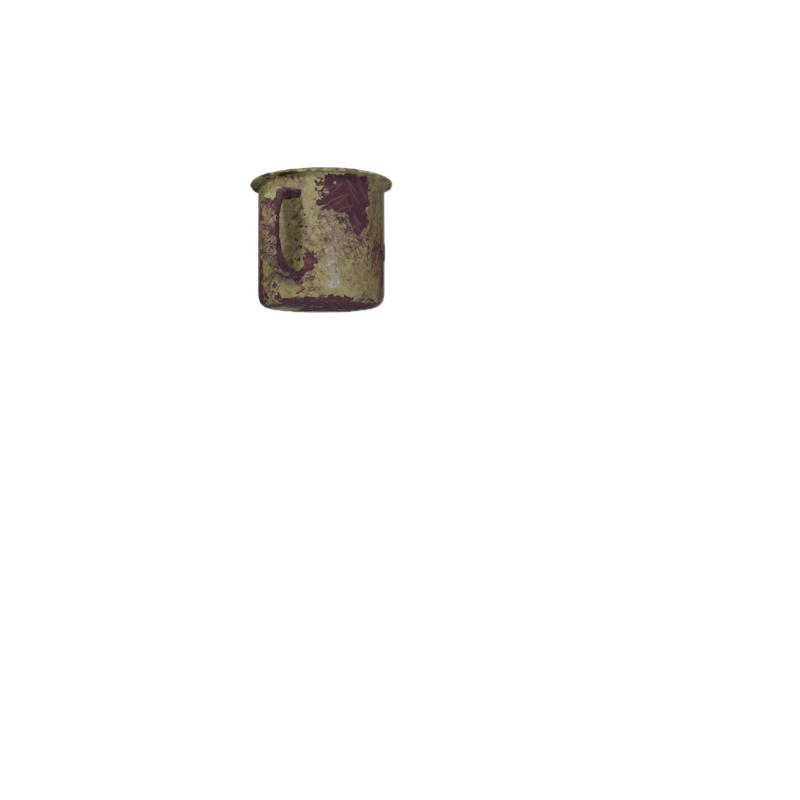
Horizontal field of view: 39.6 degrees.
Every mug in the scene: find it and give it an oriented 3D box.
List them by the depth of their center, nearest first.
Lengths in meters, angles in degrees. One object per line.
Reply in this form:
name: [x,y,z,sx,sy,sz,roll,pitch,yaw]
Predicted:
mug: [-0.055,-0.101,0.707,0.096,0.083,0.112,-3,-5,23]
